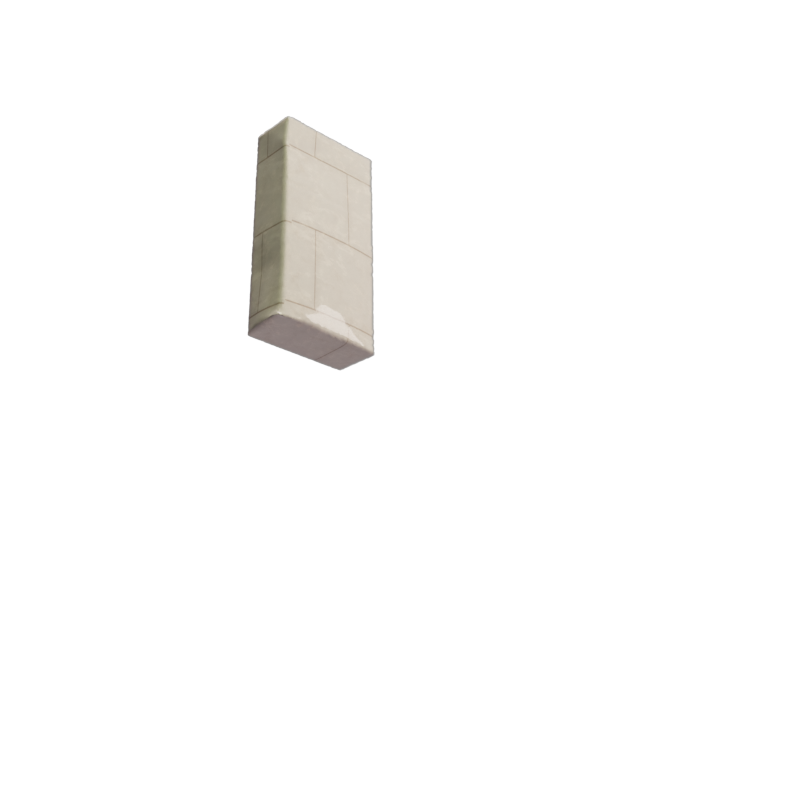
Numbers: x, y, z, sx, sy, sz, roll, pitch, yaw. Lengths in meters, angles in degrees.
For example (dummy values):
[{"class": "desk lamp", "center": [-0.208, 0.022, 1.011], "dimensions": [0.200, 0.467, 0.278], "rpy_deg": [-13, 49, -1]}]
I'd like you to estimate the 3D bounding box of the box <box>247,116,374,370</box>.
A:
[{"class": "box", "center": [-0.066, -0.121, 0.846], "dimensions": [0.088, 0.188, 0.048], "rpy_deg": [23, -39, -36]}]
